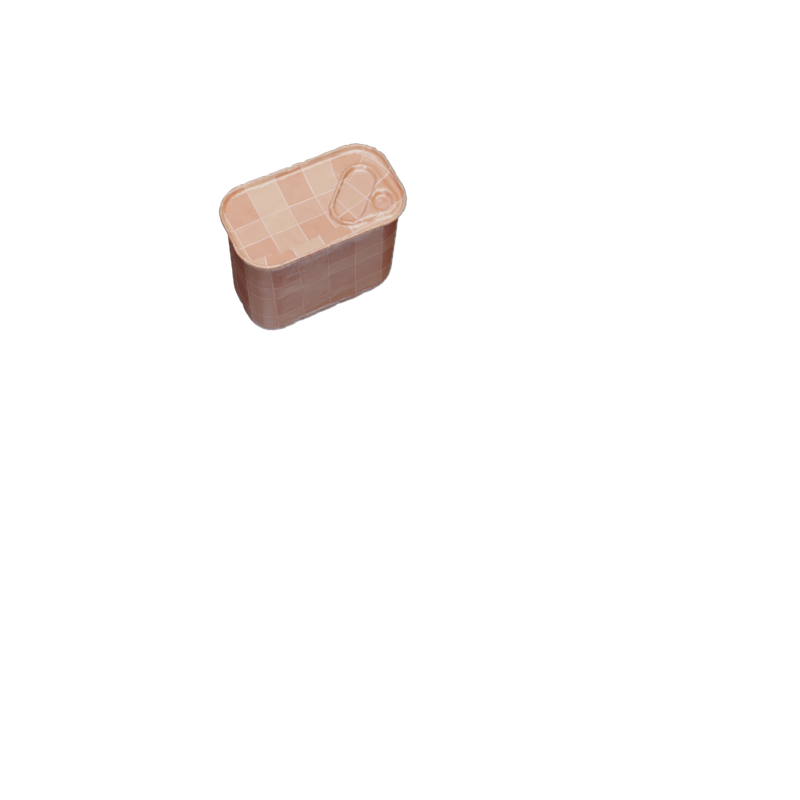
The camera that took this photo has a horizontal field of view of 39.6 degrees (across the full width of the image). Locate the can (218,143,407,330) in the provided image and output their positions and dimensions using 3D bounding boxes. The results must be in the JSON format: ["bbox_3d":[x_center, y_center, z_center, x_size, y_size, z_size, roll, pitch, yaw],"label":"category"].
[{"bbox_3d":[-0.051,-0.092,0.647,0.101,0.061,0.079,-24,-23,-13],"label":"can"}]
